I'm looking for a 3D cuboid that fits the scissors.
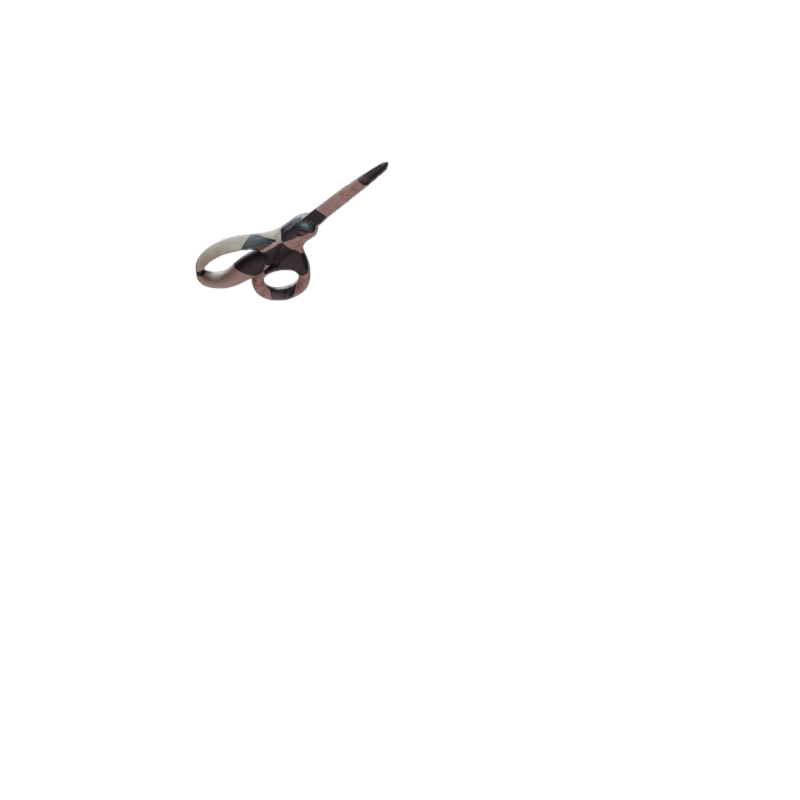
[{"bbox_3d":[-0.064,-0.117,0.816,0.204,0.017,0.090,-18,-30,33],"label":"scissors"}]
